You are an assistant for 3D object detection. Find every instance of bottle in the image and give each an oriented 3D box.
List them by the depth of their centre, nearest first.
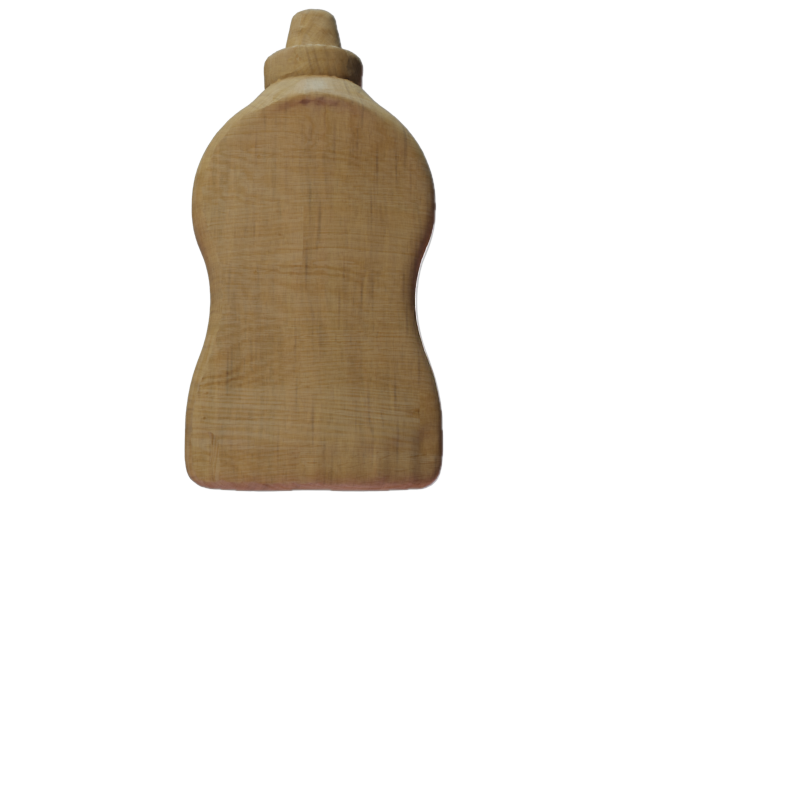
[{"bbox_3d":[-0.034,-0.062,0.437,0.096,0.197,0.057,0,-12,-2],"label":"bottle"}]
